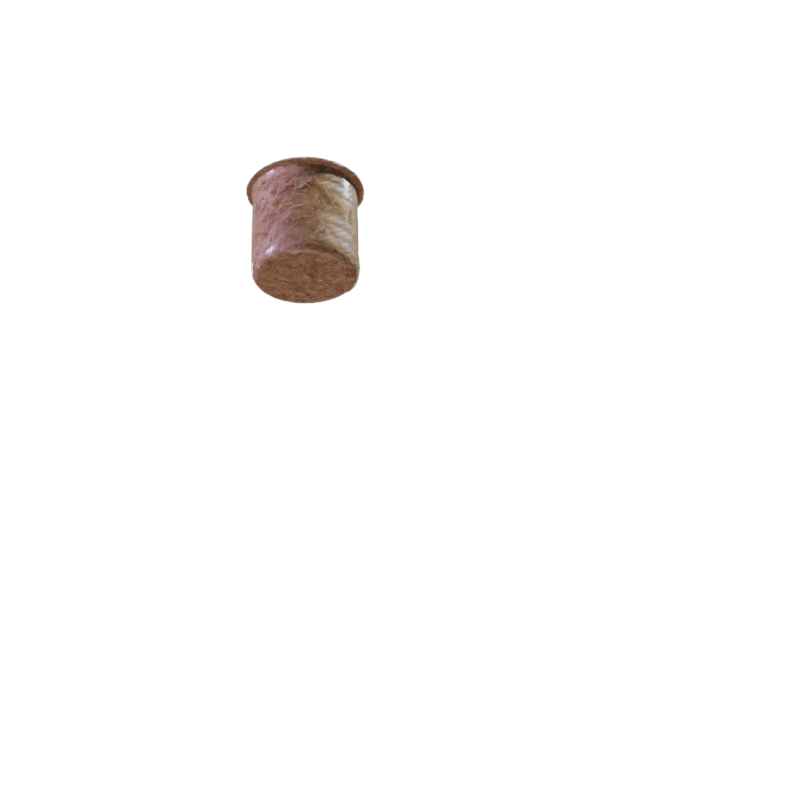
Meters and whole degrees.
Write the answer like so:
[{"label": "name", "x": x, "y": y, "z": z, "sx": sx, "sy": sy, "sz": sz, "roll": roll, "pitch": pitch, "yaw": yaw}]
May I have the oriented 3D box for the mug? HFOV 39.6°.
[{"label": "mug", "x": -0.068, "y": -0.123, "z": 0.864, "sx": 0.094, "sy": 0.087, "sz": 0.108, "roll": -17, "pitch": -32, "yaw": 25}]
